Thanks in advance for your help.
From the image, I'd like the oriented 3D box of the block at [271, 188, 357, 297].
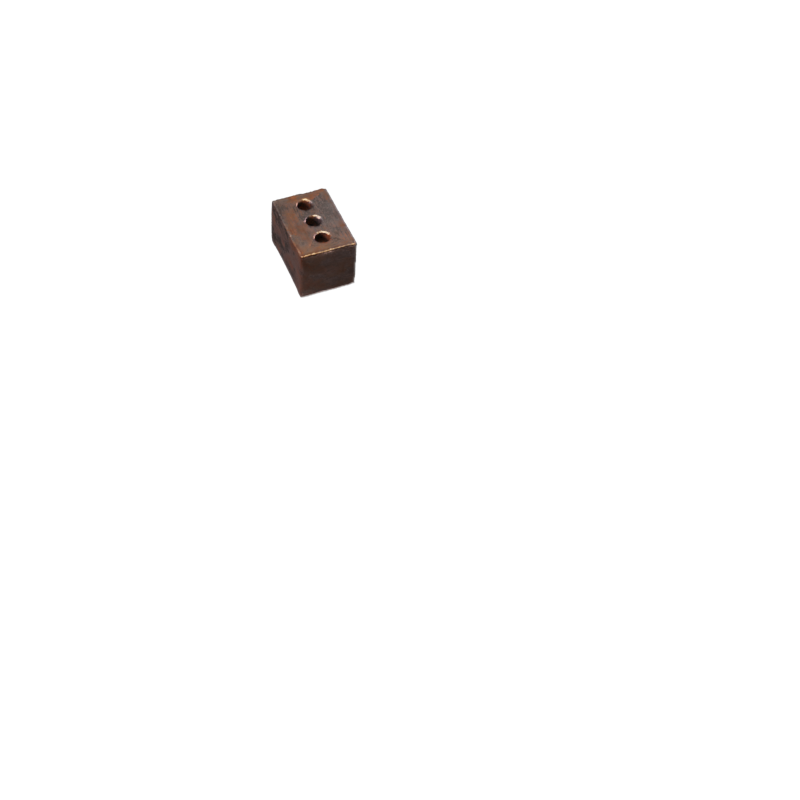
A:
[{"bbox_3d":[-0.076,-0.138,0.965,0.052,0.084,0.048,-16,-40,-16],"label":"block"}]
